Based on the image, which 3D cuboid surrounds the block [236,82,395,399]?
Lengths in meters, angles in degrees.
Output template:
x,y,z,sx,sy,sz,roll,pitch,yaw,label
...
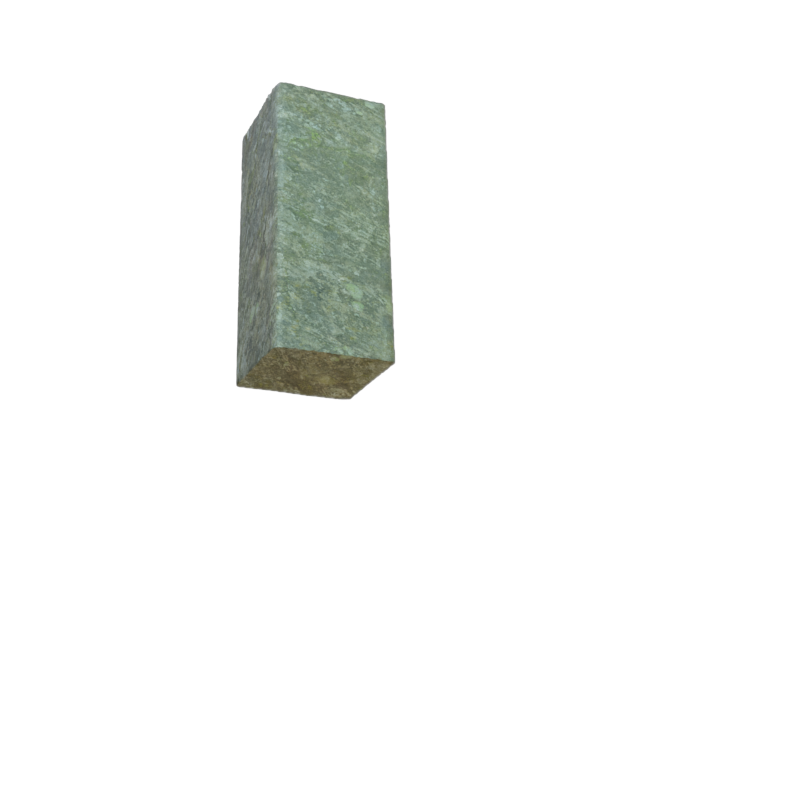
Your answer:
x,y,z,sx,sy,sz,roll,pitch,yaw,label
-0.064,-0.116,0.812,0.087,0.218,0.089,8,-26,-21,block
